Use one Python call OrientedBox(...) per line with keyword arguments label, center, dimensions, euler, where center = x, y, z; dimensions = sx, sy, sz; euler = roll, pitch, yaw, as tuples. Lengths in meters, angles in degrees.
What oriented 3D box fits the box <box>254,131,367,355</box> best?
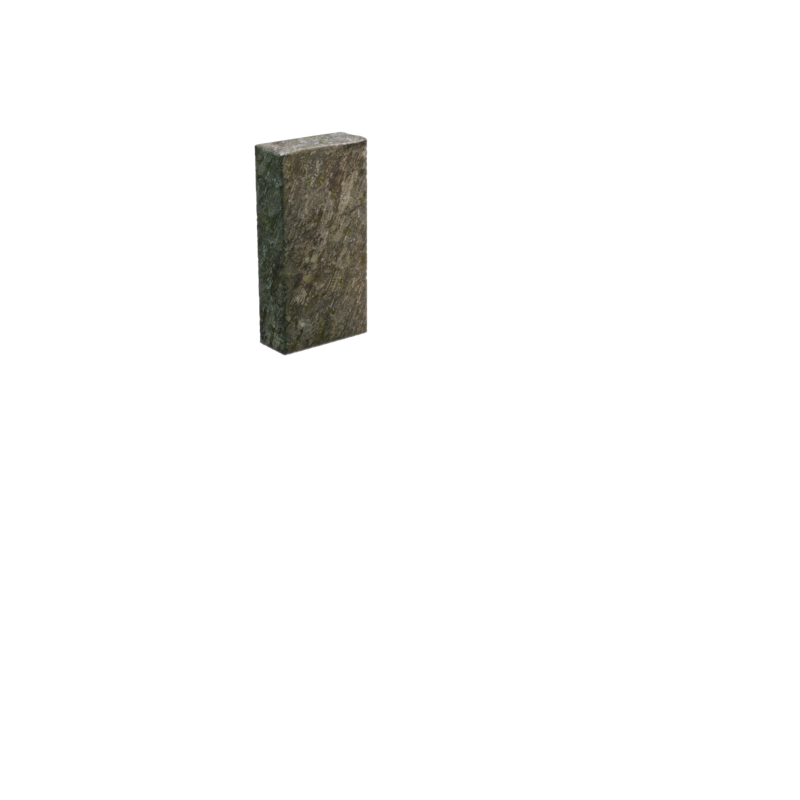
OrientedBox(label="box", center=(-0.074, -0.135, 0.946), dimensions=(0.091, 0.169, 0.051), euler=(-15, 26, -36))
